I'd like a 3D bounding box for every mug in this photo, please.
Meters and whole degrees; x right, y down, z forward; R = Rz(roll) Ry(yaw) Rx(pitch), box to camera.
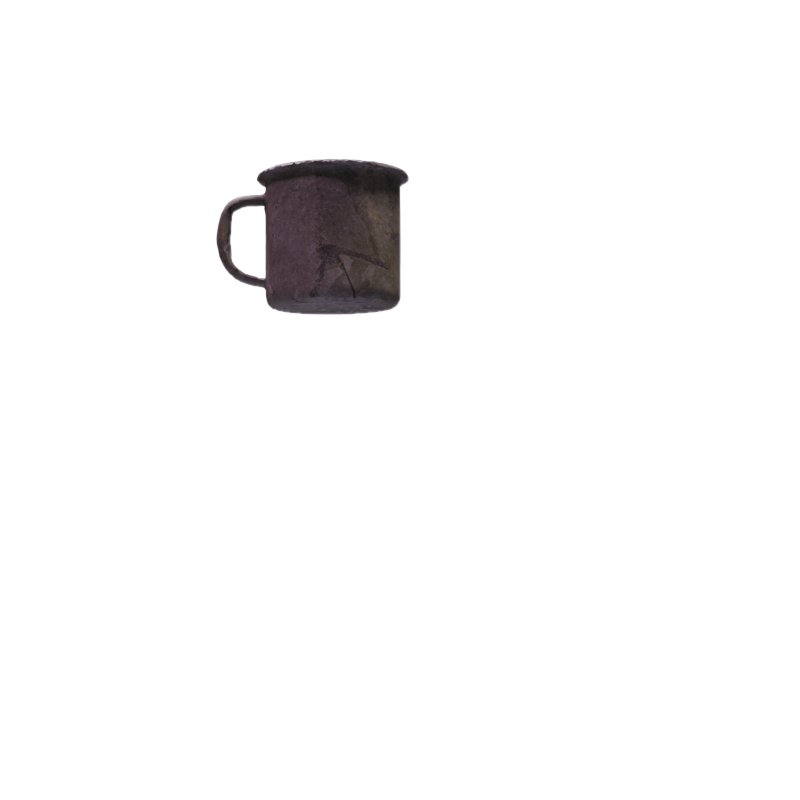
[{"bbox_3d":[-0.053,-0.096,0.672,0.116,0.083,0.092,0,-5,-7],"label":"mug"}]
